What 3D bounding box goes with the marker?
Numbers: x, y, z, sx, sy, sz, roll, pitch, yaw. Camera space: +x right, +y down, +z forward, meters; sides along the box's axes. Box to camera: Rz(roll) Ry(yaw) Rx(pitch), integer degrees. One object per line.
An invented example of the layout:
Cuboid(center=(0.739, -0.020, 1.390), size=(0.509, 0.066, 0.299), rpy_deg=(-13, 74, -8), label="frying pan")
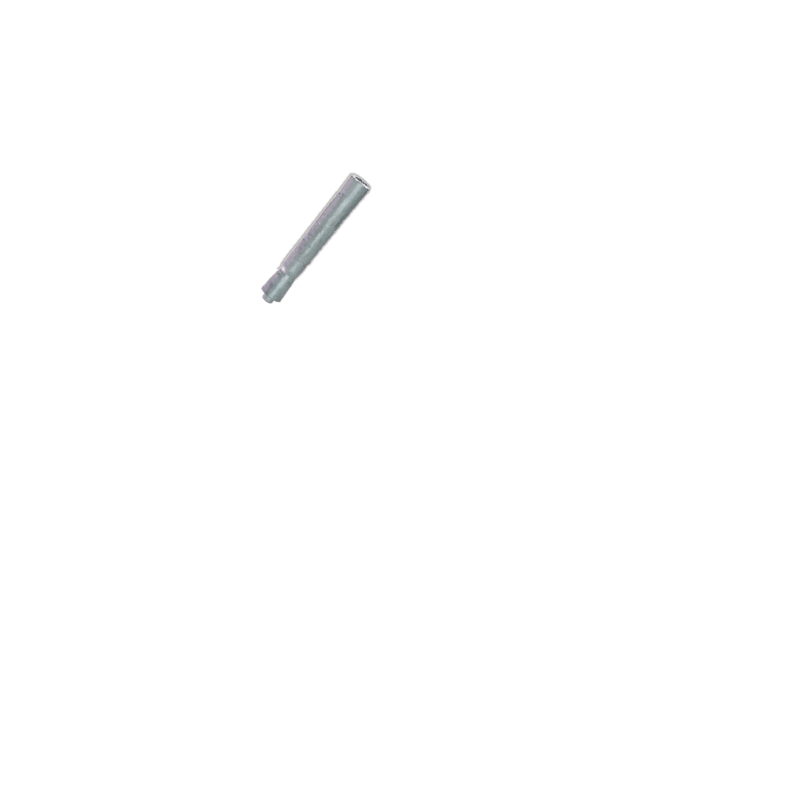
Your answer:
Cuboid(center=(-0.067, -0.122, 0.854), size=(0.019, 0.119, 0.021), rpy_deg=(37, 15, -15), label="marker")
